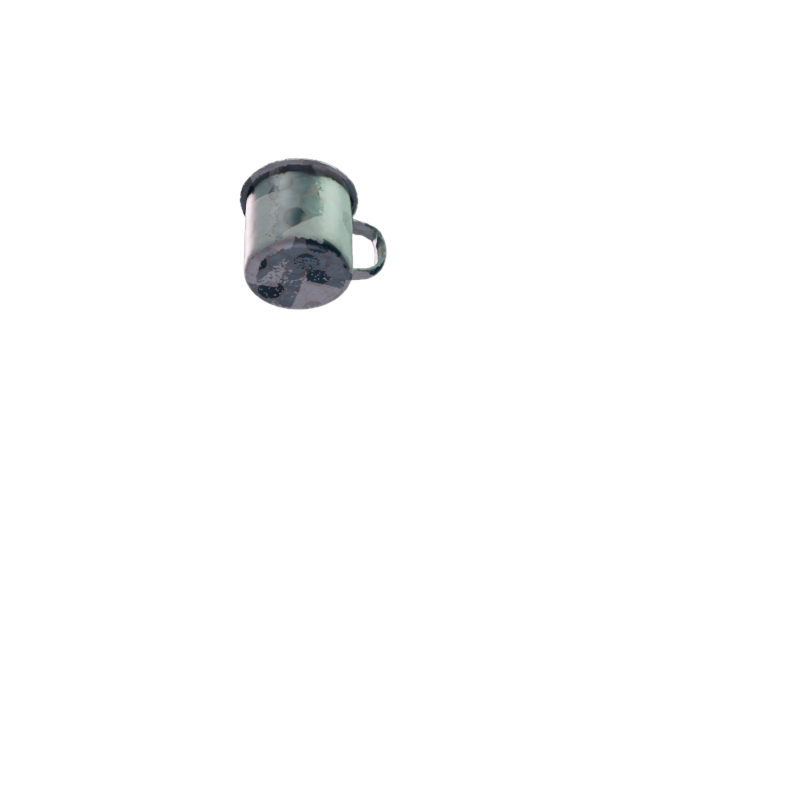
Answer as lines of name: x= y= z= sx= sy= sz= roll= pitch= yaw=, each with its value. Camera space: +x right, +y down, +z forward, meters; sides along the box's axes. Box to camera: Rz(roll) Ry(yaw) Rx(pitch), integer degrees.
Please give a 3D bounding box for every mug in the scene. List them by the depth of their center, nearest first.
mug: x=-0.066 y=-0.121 z=0.847 sx=0.114 sy=0.087 sz=0.089 roll=13 pitch=-40 yaw=-18
